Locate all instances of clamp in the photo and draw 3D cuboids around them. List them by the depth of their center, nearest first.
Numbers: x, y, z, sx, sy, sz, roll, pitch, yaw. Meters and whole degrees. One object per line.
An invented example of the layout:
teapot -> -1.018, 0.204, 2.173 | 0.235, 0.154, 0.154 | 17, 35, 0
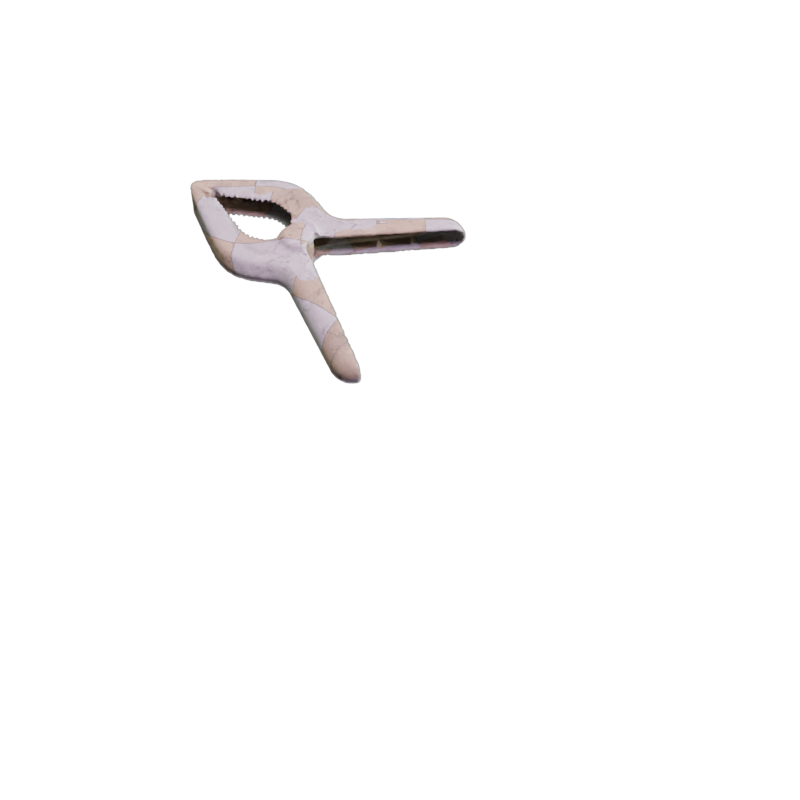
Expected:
clamp -> -0.066, -0.121, 0.846 | 0.221, 0.167, 0.034 | 33, -31, 23
